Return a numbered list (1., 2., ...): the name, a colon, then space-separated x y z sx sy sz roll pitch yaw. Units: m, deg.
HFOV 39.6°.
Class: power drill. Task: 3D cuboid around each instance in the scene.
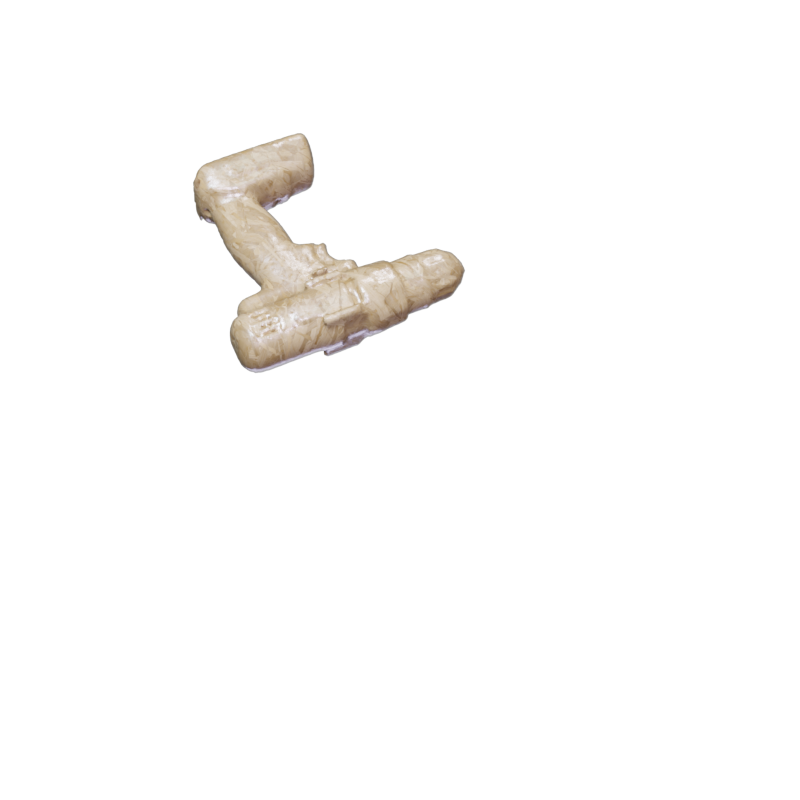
1. power drill: -0.067 -0.123 0.861 0.183 0.202 0.053 -21 -35 -15
